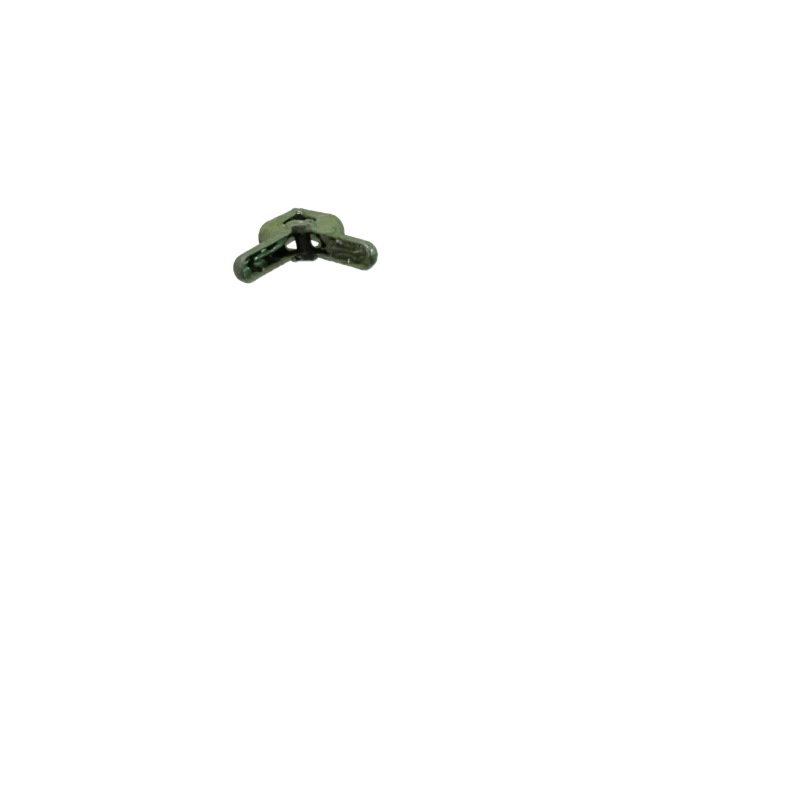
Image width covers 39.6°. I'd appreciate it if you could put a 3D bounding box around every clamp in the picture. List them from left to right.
[{"bbox_3d":[-0.077,-0.141,0.990,0.121,0.037,0.179,1,24,3],"label":"clamp"}]
